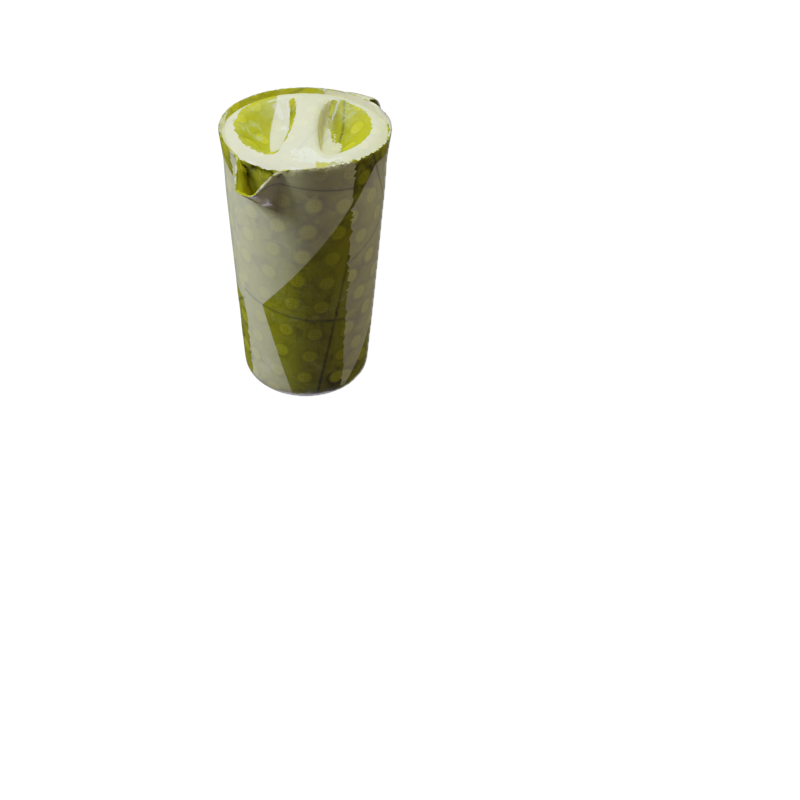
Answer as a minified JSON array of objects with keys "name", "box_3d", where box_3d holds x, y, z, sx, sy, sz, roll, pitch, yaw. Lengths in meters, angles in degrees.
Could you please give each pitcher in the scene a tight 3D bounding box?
[{"name":"pitcher","box_3d":[-0.072,-0.131,0.920,0.147,0.227,0.157,-9,39,-14]}]
